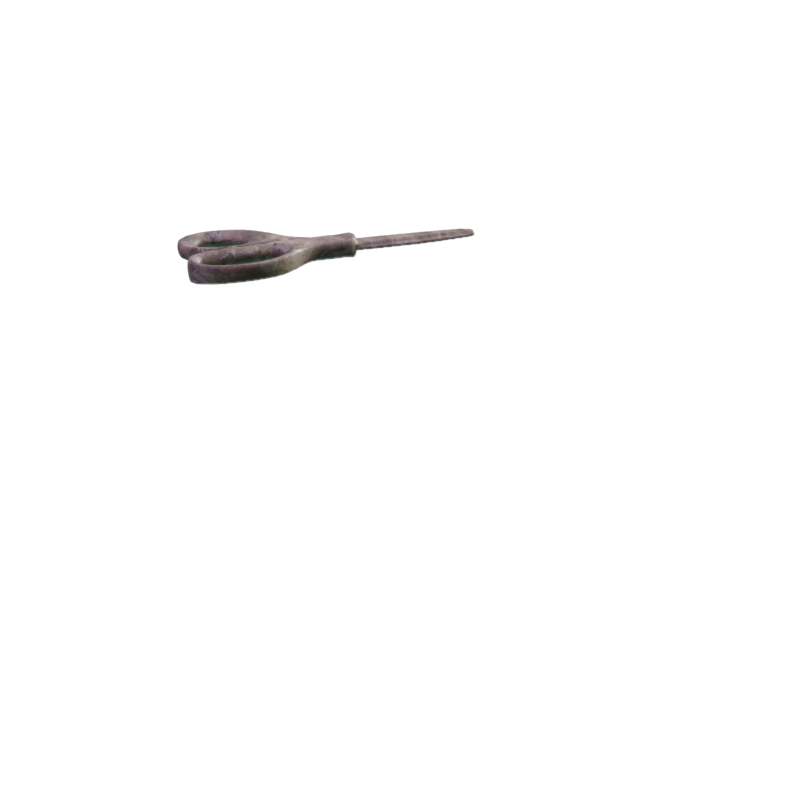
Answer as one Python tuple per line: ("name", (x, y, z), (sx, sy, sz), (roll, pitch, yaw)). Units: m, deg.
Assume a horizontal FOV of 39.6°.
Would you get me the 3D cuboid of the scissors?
("scissors", (-0.057, -0.103, 0.723), (0.198, 0.015, 0.102), (-17, 27, -36))
